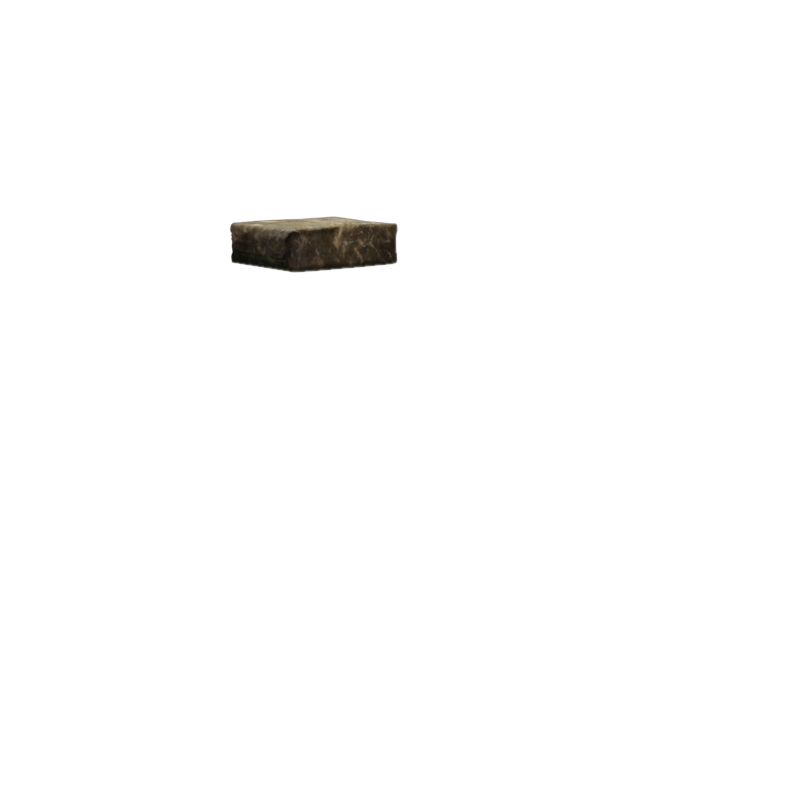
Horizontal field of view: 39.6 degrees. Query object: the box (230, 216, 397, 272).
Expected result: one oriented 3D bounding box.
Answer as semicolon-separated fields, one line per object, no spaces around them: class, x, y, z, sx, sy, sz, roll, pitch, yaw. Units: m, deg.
box;-0.058;-0.106;0.741;0.087;0.029;0.077;-9;15;-35
